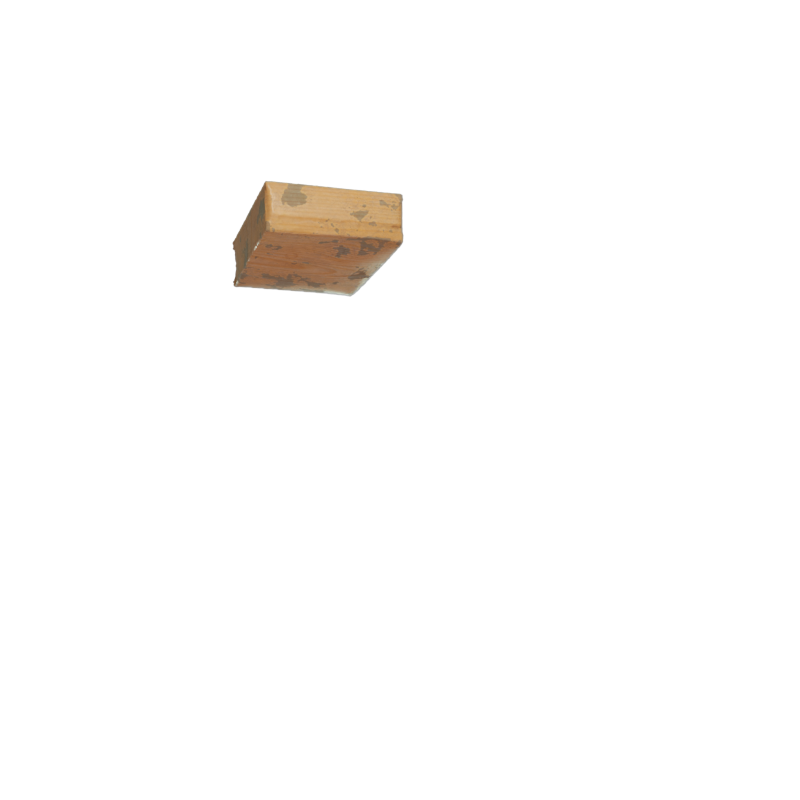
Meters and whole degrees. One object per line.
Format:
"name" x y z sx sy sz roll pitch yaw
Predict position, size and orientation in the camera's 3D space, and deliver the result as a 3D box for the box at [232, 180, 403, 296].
"box" -0.057 -0.104 0.729 0.088 0.041 0.111 5 -17 -17
